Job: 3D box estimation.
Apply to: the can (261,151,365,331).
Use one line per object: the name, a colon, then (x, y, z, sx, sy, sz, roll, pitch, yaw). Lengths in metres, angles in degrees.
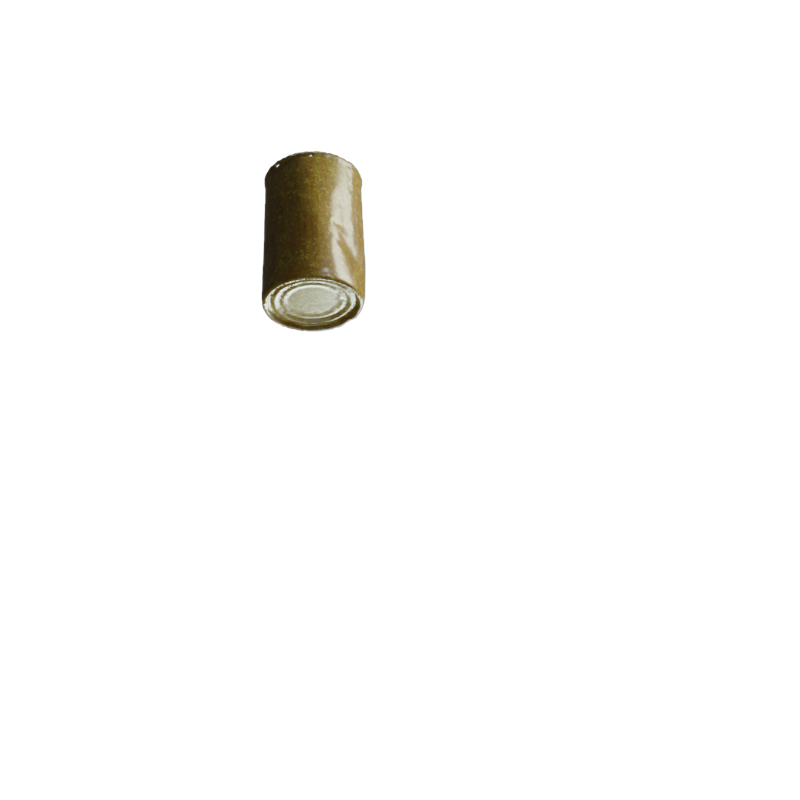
can: (-0.058, -0.106, 0.741, 0.068, 0.109, 0.064, -1, -32, -2)
